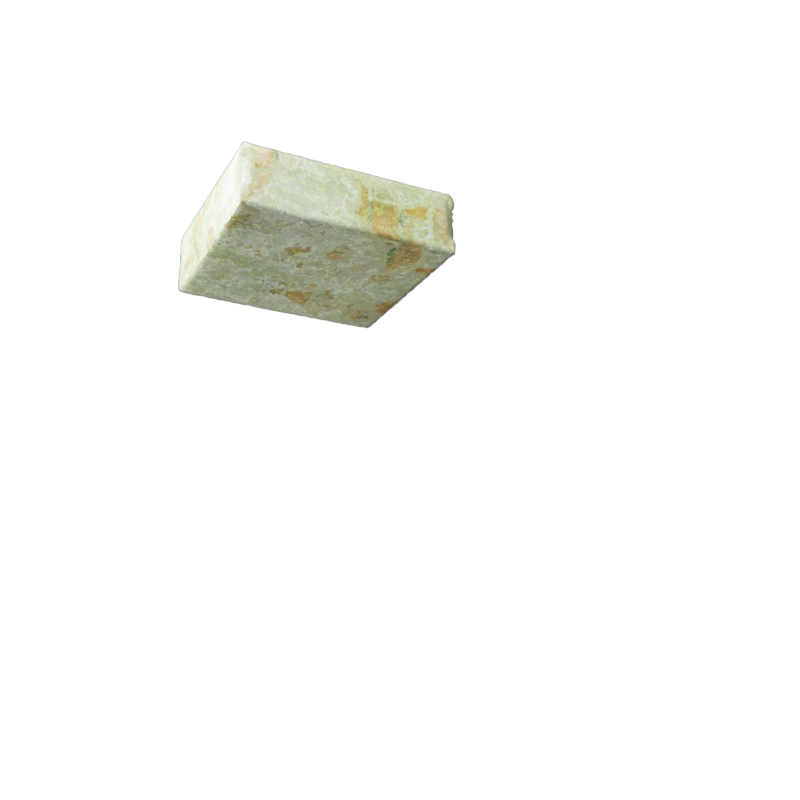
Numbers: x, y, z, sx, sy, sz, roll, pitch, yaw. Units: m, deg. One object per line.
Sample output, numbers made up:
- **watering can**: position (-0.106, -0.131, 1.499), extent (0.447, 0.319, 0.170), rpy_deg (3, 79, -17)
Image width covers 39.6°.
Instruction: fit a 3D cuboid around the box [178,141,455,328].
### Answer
- **box**: position (-0.034, -0.062, 0.435), extent (0.086, 0.032, 0.071), rpy_deg (11, -27, -22)
